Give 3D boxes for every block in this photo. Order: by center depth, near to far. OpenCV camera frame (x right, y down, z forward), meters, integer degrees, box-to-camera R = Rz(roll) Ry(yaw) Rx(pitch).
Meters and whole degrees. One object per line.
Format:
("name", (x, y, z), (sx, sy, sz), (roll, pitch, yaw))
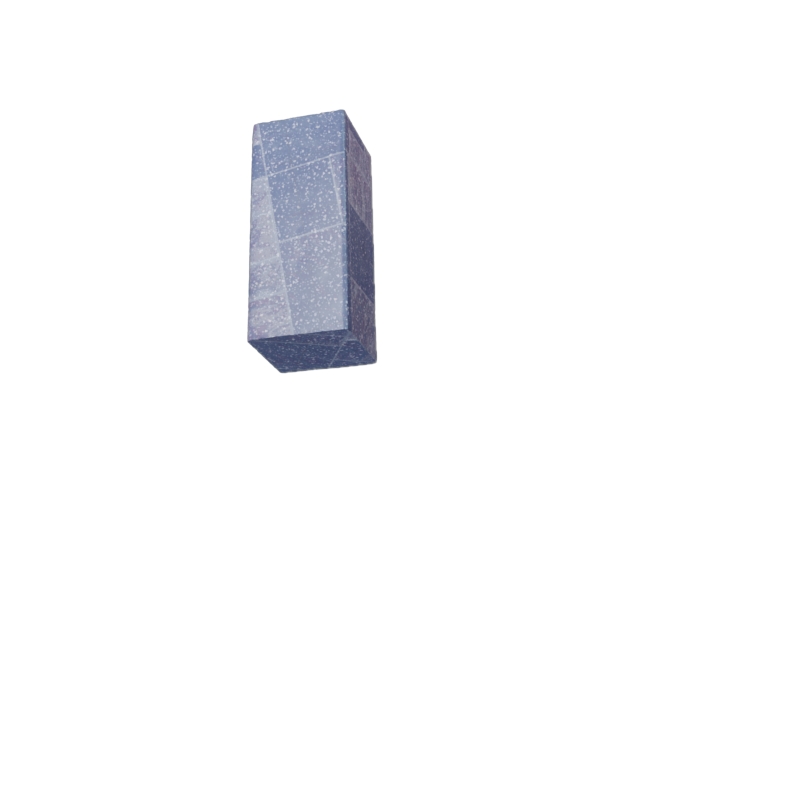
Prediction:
("block", (-0.077, -0.139, 0.972), (0.091, 0.218, 0.085), (-8, -24, 14))
